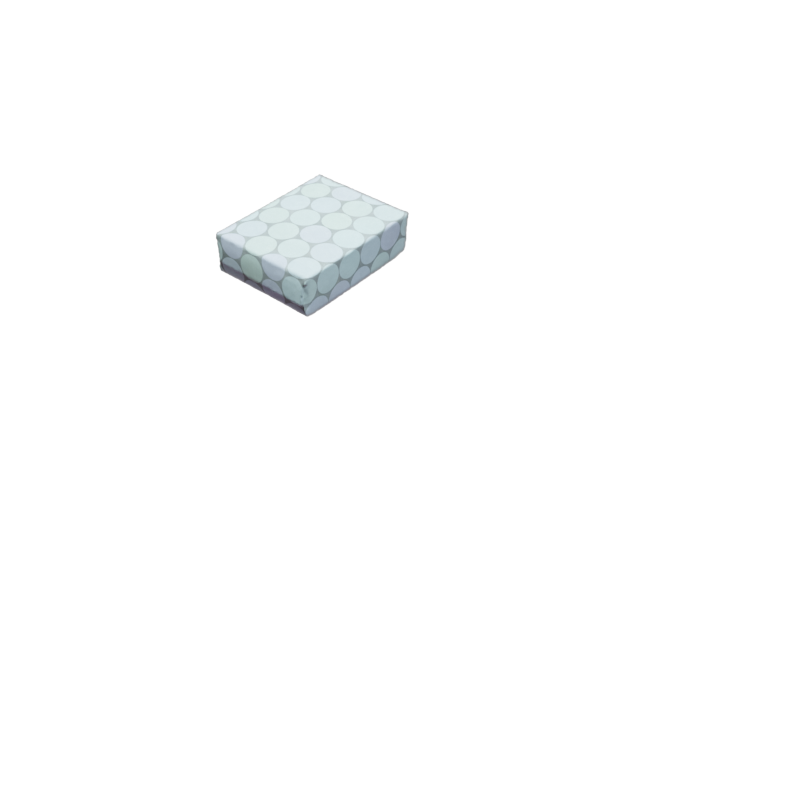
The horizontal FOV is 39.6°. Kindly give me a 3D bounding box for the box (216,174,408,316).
[{"bbox_3d":[-0.063,-0.115,0.805,0.095,0.036,0.114,28,45,31],"label":"box"}]
